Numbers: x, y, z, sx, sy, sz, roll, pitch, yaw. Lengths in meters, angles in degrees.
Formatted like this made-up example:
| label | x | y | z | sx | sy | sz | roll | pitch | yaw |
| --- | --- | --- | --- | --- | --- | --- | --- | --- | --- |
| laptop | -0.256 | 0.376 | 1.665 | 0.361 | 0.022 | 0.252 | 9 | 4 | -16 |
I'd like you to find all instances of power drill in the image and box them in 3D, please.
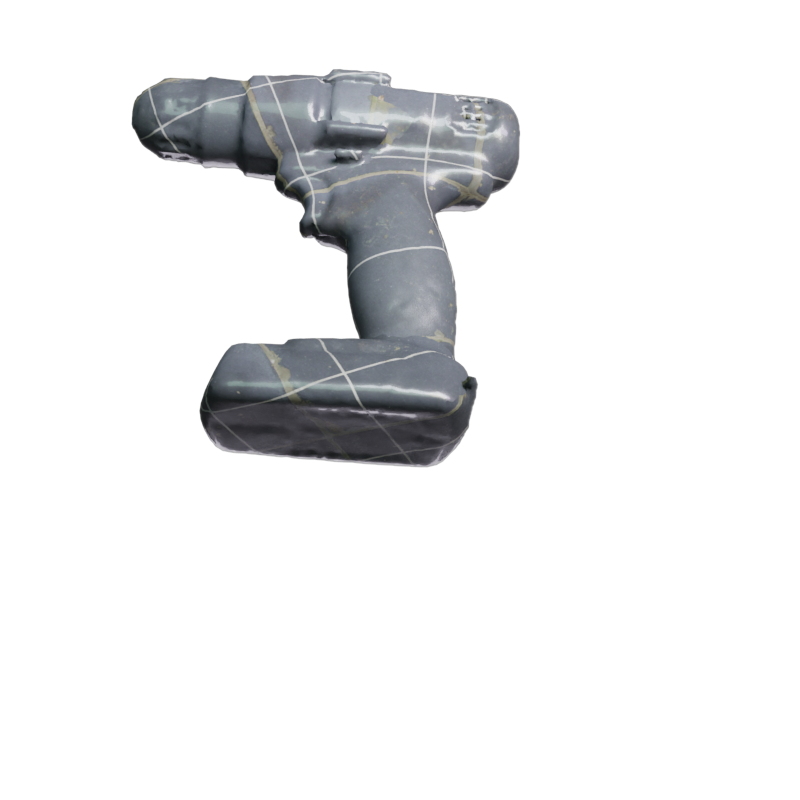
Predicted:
| label | x | y | z | sx | sy | sz | roll | pitch | yaw |
| --- | --- | --- | --- | --- | --- | --- | --- | --- | --- |
| power drill | -0.038 | -0.069 | 0.486 | 0.185 | 0.200 | 0.054 | 3 | -34 | 2 |
